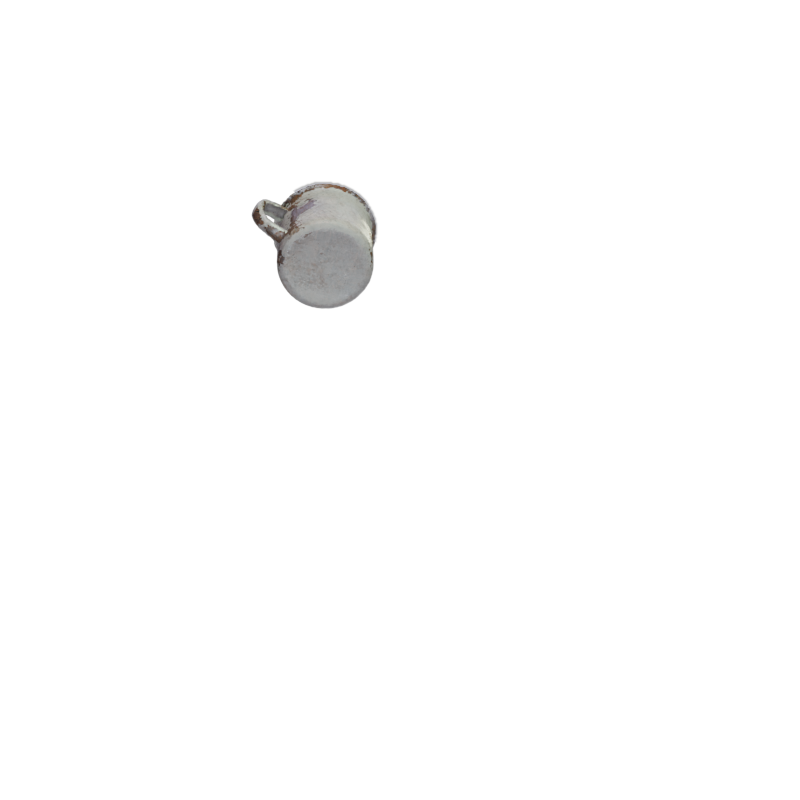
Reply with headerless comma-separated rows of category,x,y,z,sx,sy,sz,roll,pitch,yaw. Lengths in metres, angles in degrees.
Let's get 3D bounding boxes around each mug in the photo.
mug,-0.075,-0.136,0.954,0.114,0.091,0.086,31,21,-15
